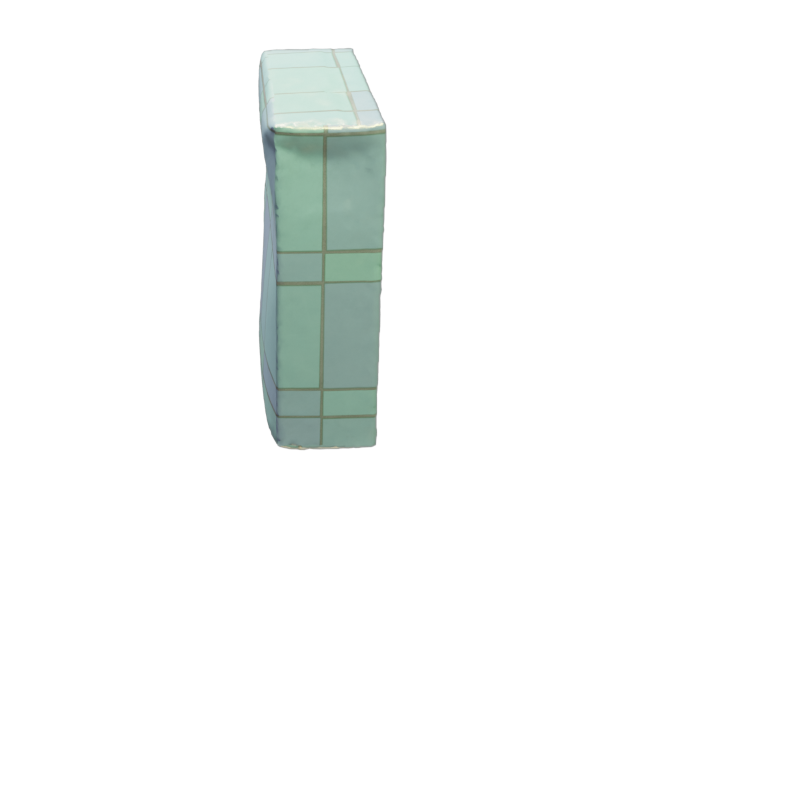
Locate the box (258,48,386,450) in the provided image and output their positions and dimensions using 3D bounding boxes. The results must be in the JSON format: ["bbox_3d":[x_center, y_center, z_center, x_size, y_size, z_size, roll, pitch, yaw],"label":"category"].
[{"bbox_3d":[-0.056,-0.102,0.713,0.071,0.202,0.175,-2,28,-8],"label":"box"}]
